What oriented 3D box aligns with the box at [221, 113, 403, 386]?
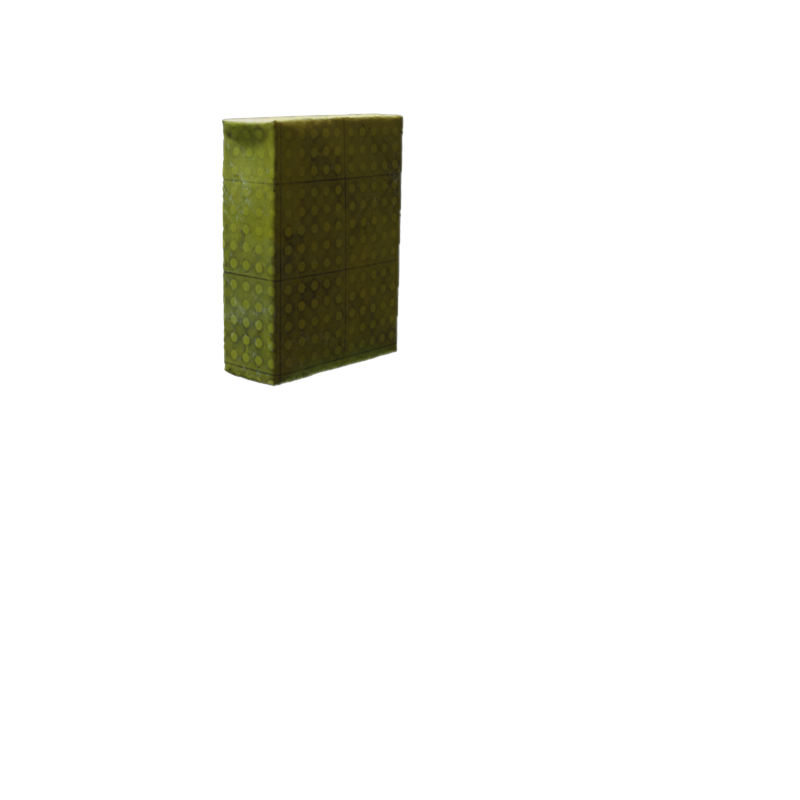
[{"bbox_3d":[-0.074,-0.135,0.943,0.075,0.209,0.160,8,13,38],"label":"box"}]
